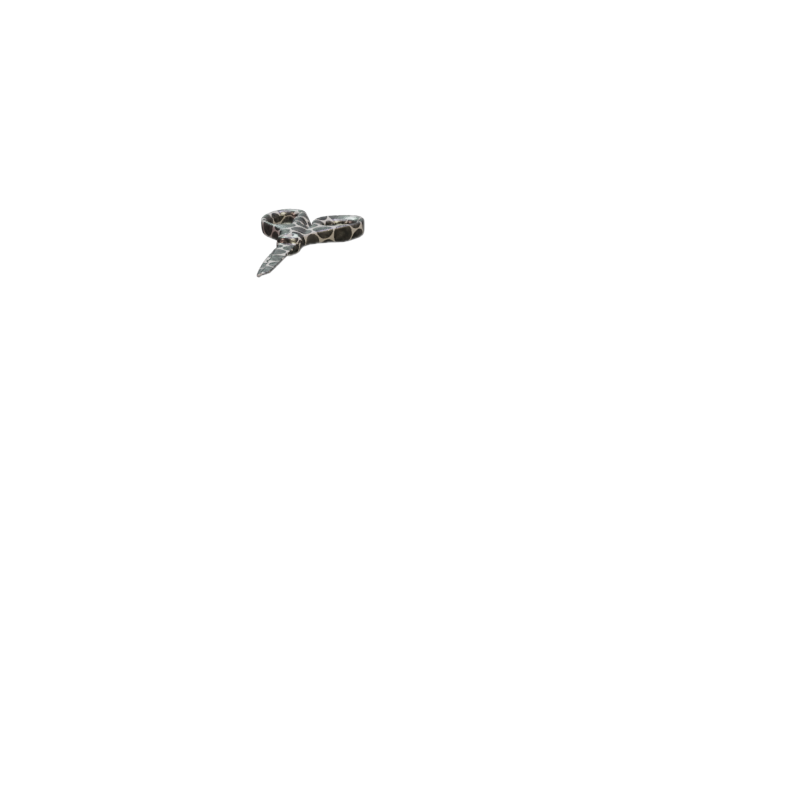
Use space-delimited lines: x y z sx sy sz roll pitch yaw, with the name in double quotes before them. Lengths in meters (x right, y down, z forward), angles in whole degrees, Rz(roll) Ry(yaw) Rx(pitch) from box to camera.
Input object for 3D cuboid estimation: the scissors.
"scissors" -0.068 -0.125 0.872 0.095 0.015 0.211 -3 21 -8
